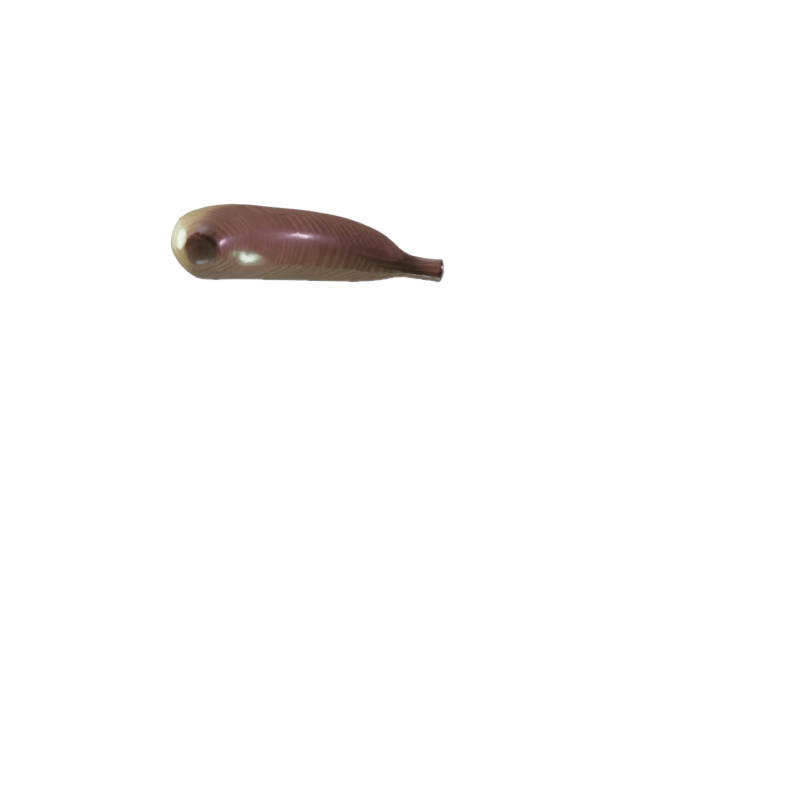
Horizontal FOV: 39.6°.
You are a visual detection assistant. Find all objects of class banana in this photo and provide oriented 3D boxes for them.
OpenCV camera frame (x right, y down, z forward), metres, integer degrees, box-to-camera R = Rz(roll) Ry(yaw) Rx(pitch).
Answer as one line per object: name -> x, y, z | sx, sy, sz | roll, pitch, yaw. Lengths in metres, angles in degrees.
banana -> -0.055, -0.076, 0.537 | 0.072, 0.037, 0.191 | 2, 6, 34
